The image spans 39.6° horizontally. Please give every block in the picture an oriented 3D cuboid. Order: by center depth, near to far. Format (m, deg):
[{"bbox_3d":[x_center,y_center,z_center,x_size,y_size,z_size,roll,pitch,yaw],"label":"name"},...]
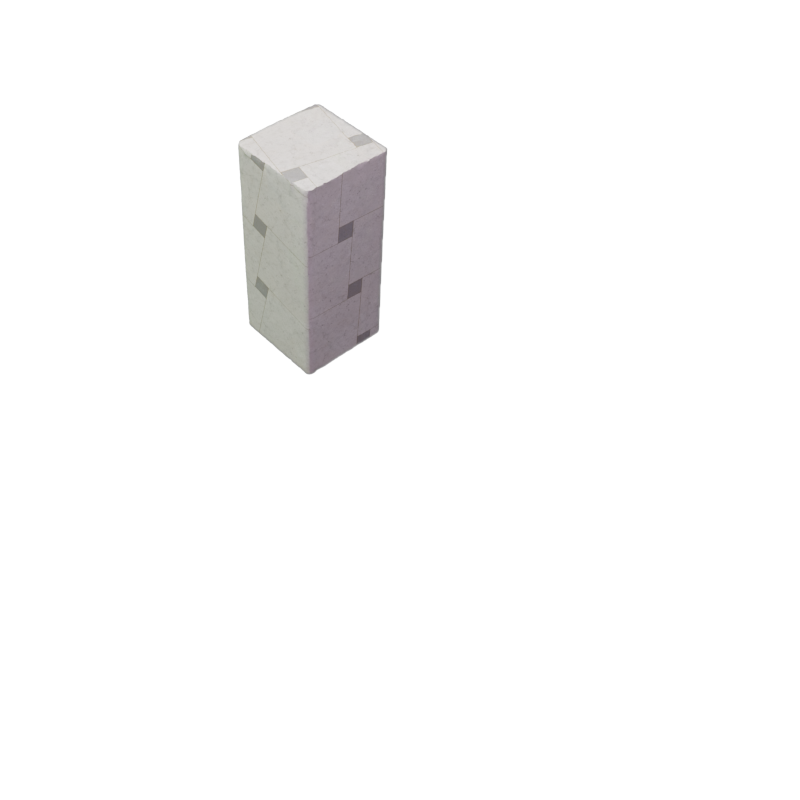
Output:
[{"bbox_3d":[-0.076,-0.137,0.958,0.090,0.192,0.097,-31,54,-30],"label":"block"}]
